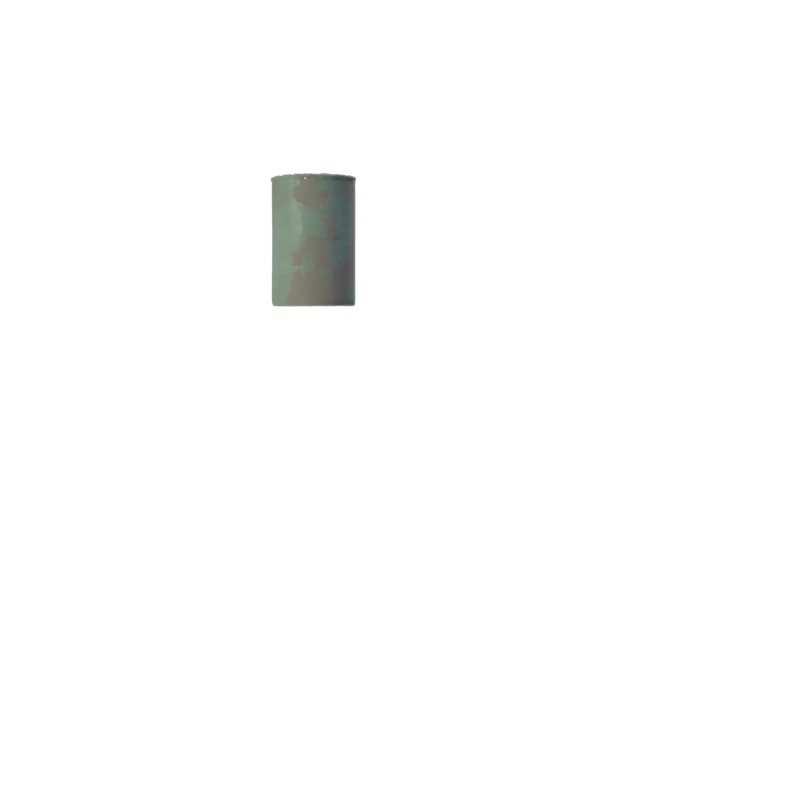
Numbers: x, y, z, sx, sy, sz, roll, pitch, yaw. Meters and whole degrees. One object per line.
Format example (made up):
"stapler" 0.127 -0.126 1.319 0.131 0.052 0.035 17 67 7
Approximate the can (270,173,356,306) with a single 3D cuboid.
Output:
"can" -0.069 -0.125 0.878 0.068 0.103 0.068 0 0 -2
